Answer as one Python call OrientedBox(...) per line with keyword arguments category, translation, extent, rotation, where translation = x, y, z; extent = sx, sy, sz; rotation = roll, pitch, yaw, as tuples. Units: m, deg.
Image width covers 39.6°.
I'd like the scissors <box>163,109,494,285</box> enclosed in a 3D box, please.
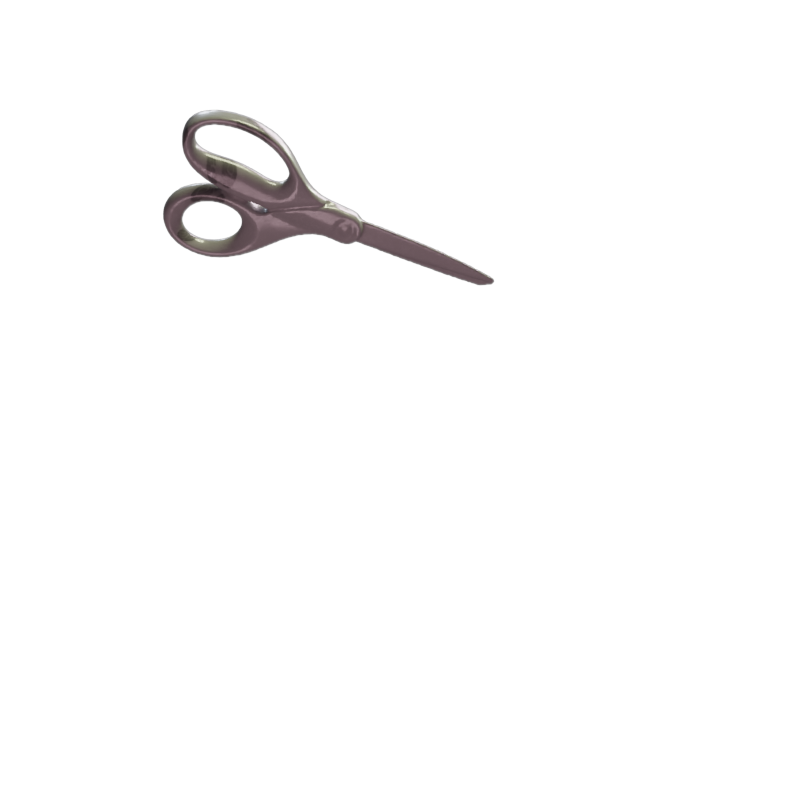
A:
OrientedBox(category="scissors", translation=(-0.050, -0.092, 0.644), extent=(0.193, 0.094, 0.017), rotation=(35, 26, -20))
